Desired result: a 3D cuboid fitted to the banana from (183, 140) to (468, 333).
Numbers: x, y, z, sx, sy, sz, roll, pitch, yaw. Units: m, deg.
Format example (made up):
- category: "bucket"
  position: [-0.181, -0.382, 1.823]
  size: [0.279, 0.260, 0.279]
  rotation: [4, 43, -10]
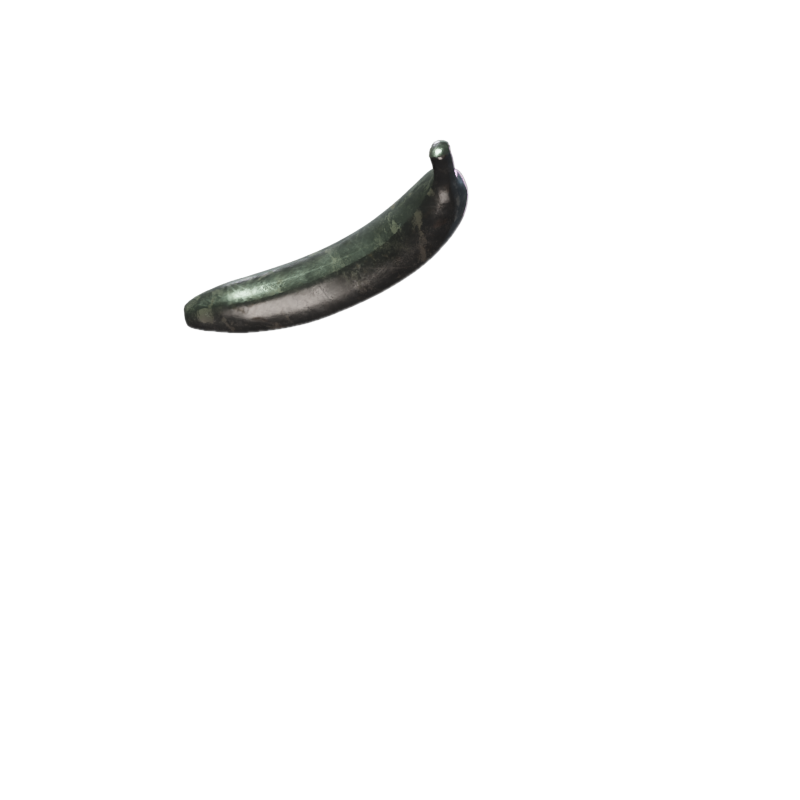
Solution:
- category: "banana"
  position: [-0.032, -0.080, 0.614]
  size: [0.197, 0.039, 0.065]
  rotation: [-29, -48, 30]
